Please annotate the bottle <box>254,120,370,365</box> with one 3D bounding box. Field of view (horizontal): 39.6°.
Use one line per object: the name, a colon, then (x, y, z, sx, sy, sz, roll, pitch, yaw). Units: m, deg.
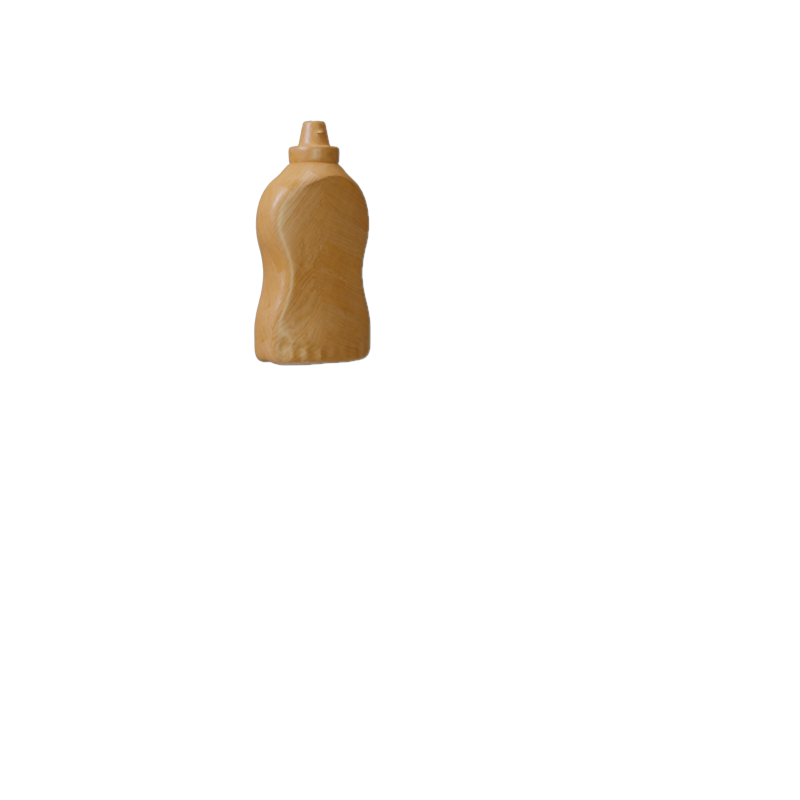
bottle: (-0.069, -0.126, 0.886, 0.093, 0.191, 0.060, -1, 1, -33)
